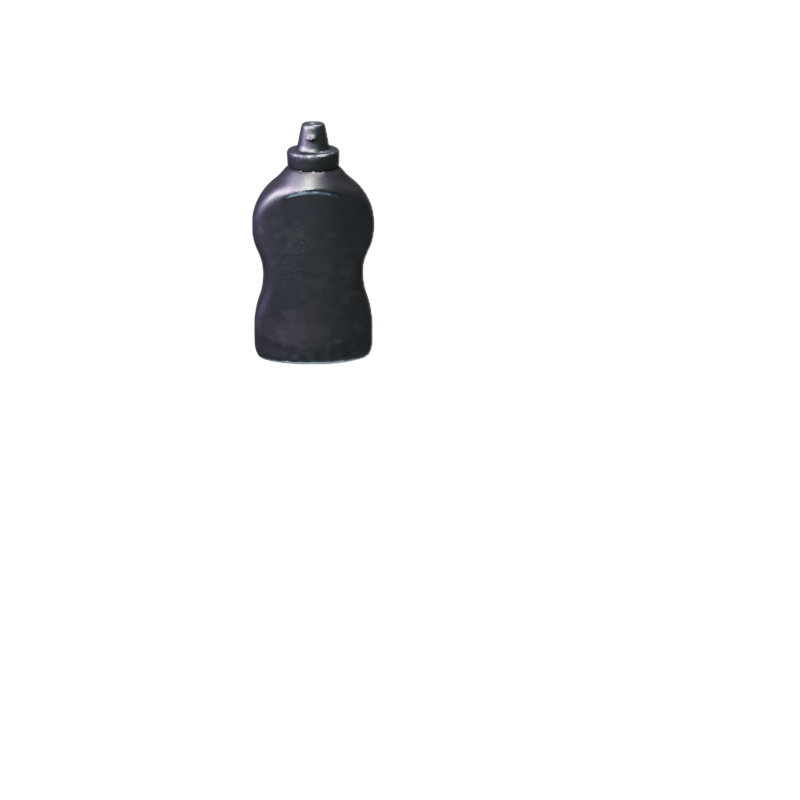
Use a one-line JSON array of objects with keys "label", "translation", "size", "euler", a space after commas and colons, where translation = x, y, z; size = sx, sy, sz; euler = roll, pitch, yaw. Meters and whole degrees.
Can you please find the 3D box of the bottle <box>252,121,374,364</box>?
[{"label": "bottle", "translation": [-0.069, -0.125, 0.878], "size": [0.096, 0.183, 0.061], "euler": [1, 20, -1]}]
